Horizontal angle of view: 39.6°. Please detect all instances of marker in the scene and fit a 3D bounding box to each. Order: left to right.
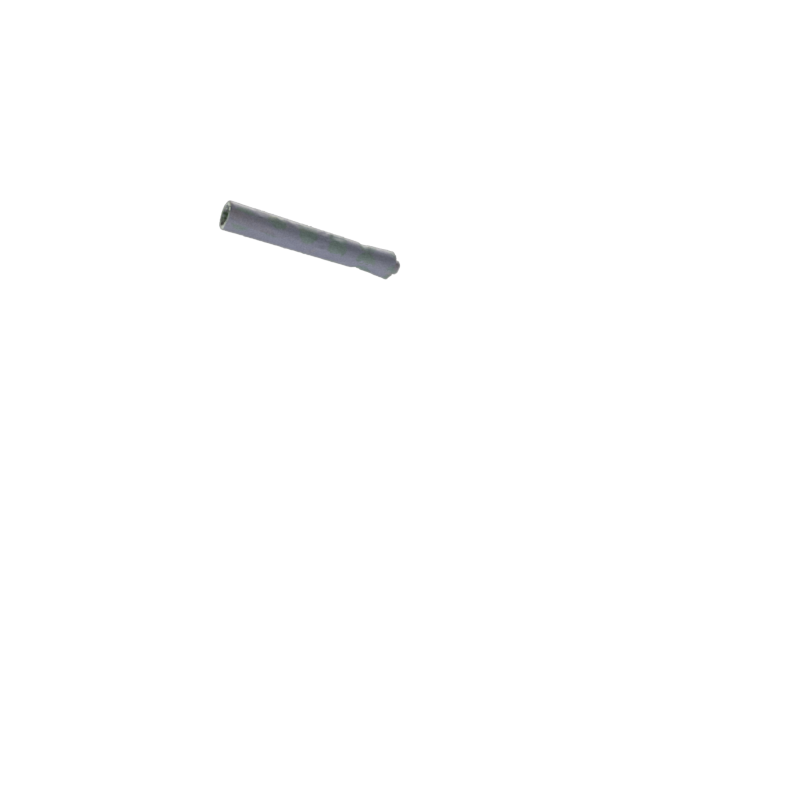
[{"bbox_3d":[-0.055,-0.100,0.698,0.116,0.020,0.020,15,-2,-21],"label":"marker"}]
